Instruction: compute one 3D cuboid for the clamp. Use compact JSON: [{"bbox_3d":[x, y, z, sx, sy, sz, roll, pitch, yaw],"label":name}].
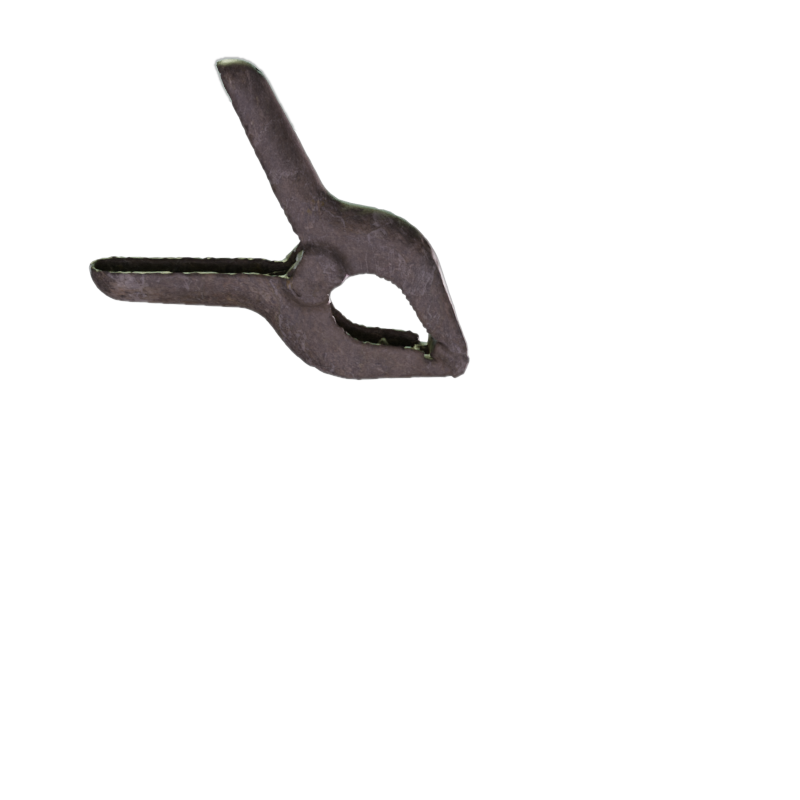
[{"bbox_3d":[-0.038,-0.070,0.488,0.168,0.116,0.041,23,24,-11],"label":"clamp"}]
